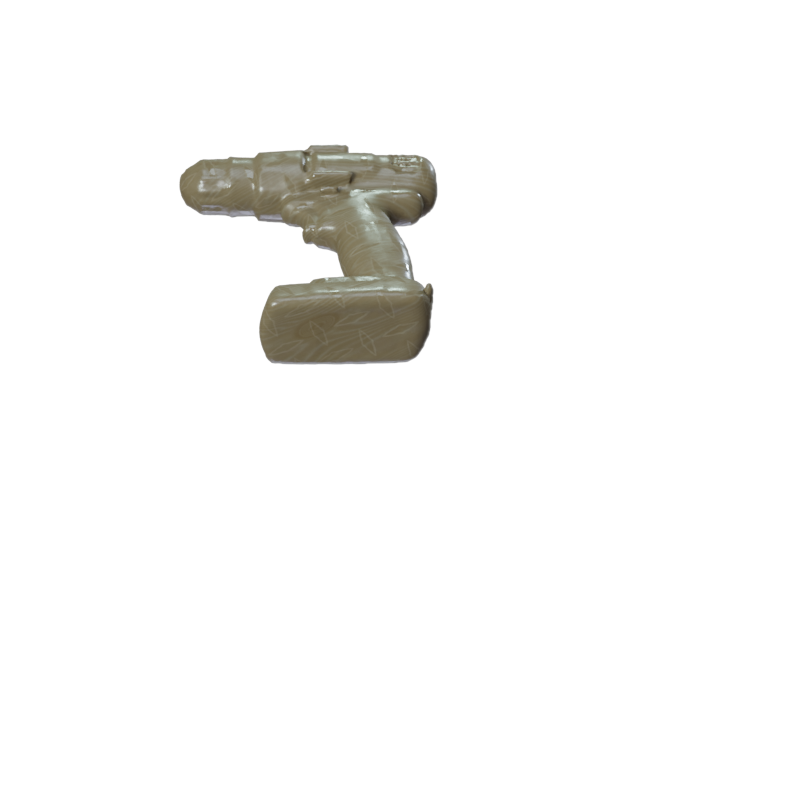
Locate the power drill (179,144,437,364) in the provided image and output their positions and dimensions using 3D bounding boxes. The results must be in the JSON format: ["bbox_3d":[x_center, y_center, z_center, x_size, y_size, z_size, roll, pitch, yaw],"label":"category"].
[{"bbox_3d":[-0.058,-0.106,0.742,0.184,0.053,0.202,-3,43,-4],"label":"power drill"}]
